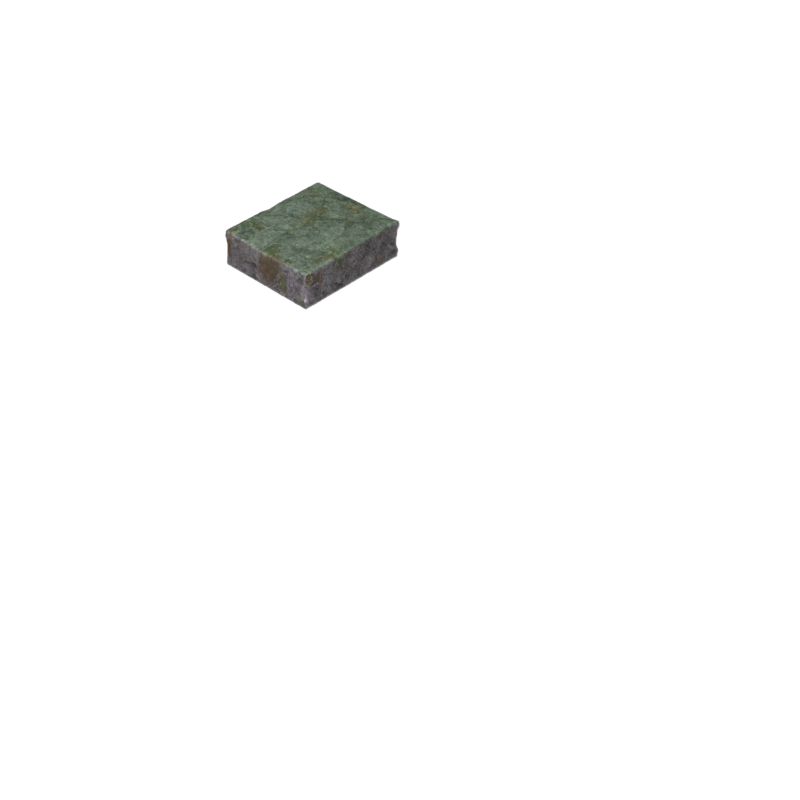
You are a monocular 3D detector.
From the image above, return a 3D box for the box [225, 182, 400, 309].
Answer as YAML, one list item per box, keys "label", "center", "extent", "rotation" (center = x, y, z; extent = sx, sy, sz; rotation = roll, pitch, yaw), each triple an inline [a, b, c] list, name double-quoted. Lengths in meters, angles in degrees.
- label: "box"
  center: [-0.056, -0.102, 0.713]
  extent: [0.078, 0.028, 0.090]
  rotation: [30, 47, 32]
